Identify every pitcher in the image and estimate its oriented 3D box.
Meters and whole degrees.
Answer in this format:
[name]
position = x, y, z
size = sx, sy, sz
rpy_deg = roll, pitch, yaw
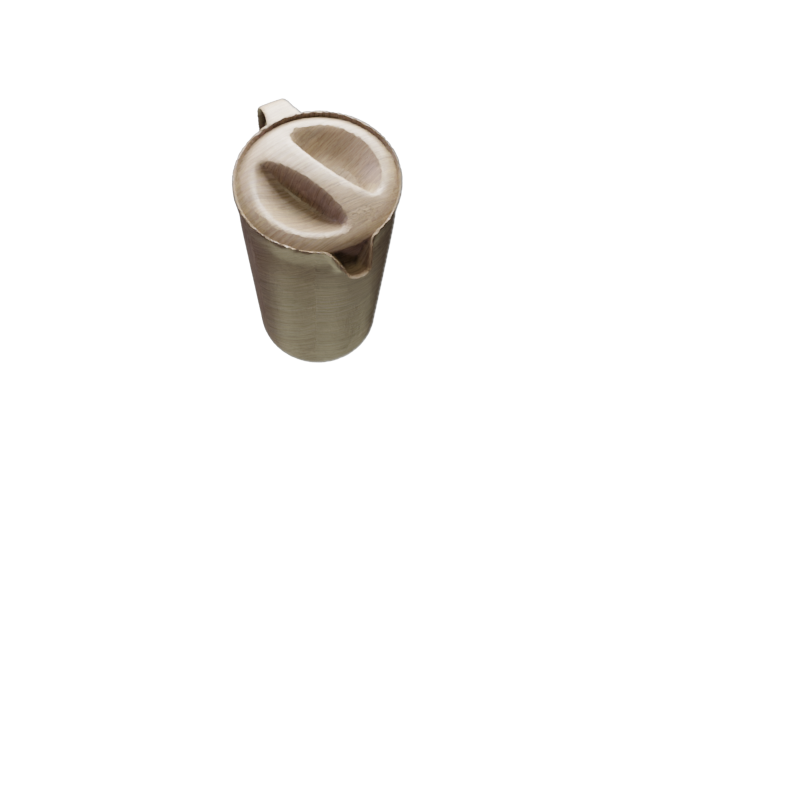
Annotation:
[pitcher]
position = -0.076, -0.138, 0.965
size = 0.147, 0.155, 0.229
rpy_deg = 18, -25, 5
